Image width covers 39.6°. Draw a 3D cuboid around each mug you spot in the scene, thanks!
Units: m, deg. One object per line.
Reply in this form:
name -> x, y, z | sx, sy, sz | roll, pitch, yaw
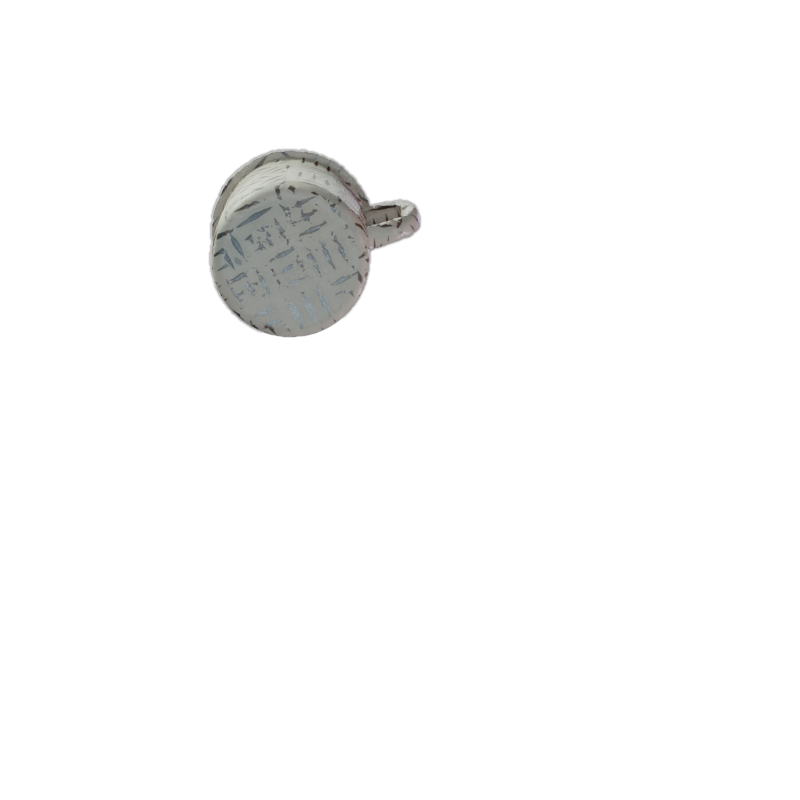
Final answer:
mug -> -0.047, -0.085, 0.595 | 0.117, 0.090, 0.085 | -10, 16, 1
